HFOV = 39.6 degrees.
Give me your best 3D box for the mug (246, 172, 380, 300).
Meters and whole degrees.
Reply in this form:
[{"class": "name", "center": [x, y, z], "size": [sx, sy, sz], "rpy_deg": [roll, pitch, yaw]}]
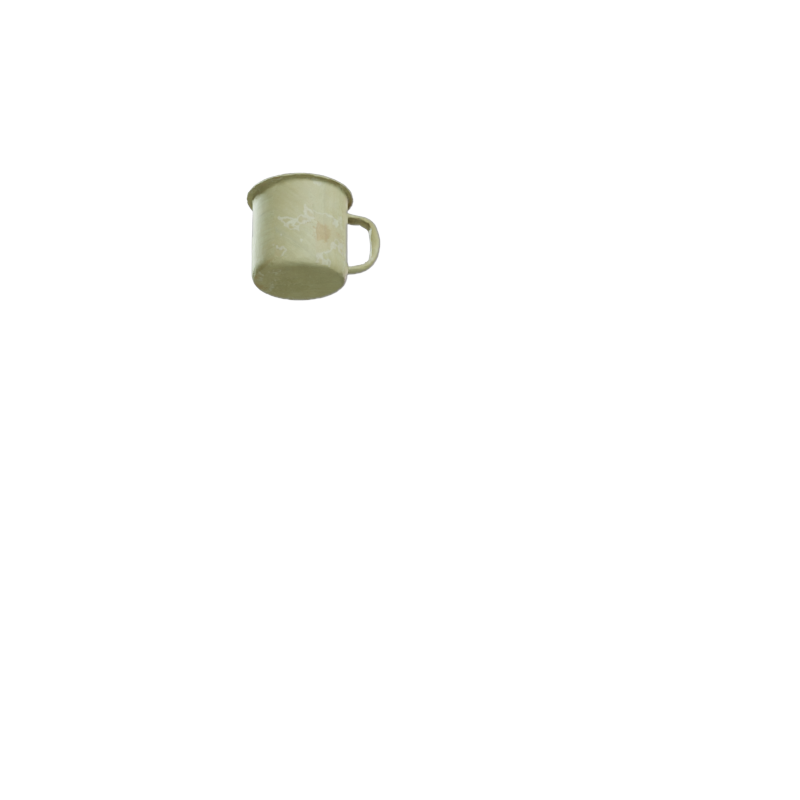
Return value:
[{"class": "mug", "center": [-0.075, -0.136, 0.952], "size": [0.115, 0.086, 0.090], "rpy_deg": [5, -23, -14]}]
